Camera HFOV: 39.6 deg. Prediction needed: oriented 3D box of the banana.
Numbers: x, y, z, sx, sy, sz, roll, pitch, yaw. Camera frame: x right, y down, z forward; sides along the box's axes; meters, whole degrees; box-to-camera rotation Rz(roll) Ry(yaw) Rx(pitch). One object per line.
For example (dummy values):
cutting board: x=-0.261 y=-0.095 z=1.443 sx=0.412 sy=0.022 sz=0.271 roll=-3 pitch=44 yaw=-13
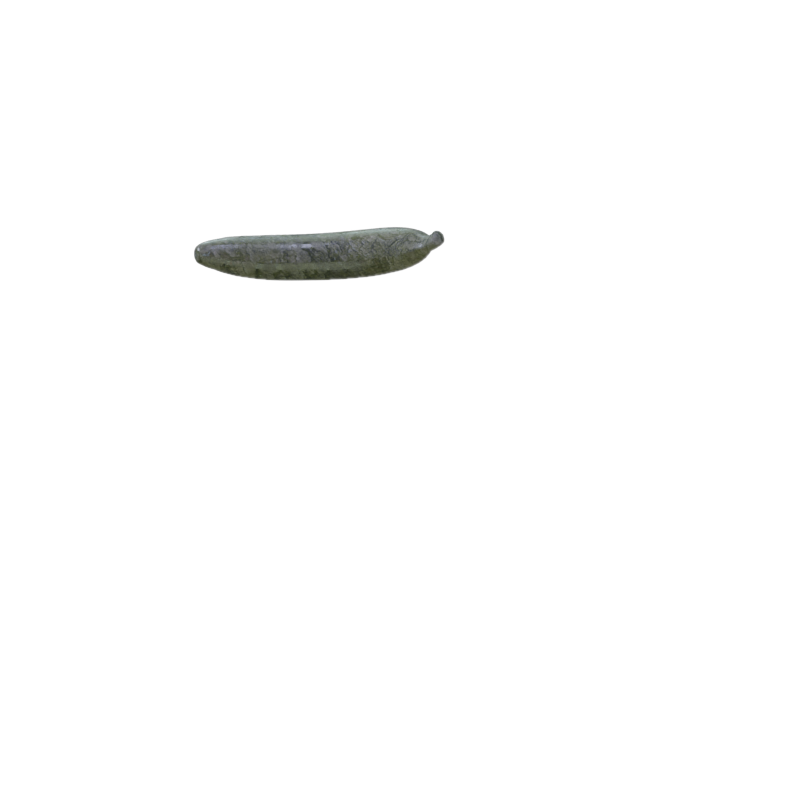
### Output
banana: x=-0.061 y=-0.119 z=0.878 sx=0.200 sy=0.038 sz=0.066 roll=-4 pitch=-17 yaw=12
